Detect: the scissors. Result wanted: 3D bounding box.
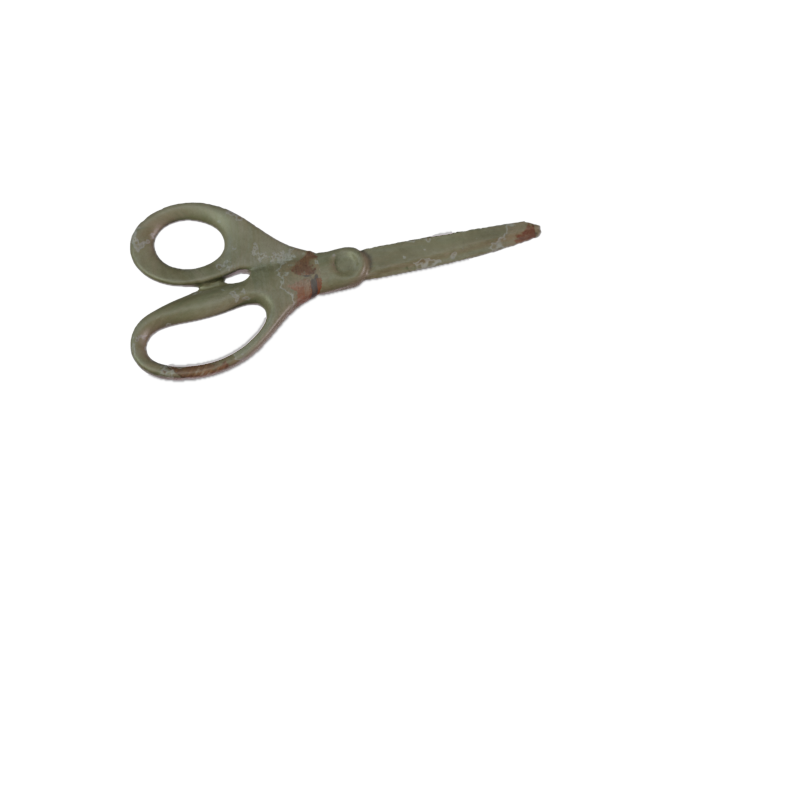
[{"bbox_3d":[-0.042,-0.076,0.536,0.201,0.101,0.015,-27,-20,-11],"label":"scissors"}]
